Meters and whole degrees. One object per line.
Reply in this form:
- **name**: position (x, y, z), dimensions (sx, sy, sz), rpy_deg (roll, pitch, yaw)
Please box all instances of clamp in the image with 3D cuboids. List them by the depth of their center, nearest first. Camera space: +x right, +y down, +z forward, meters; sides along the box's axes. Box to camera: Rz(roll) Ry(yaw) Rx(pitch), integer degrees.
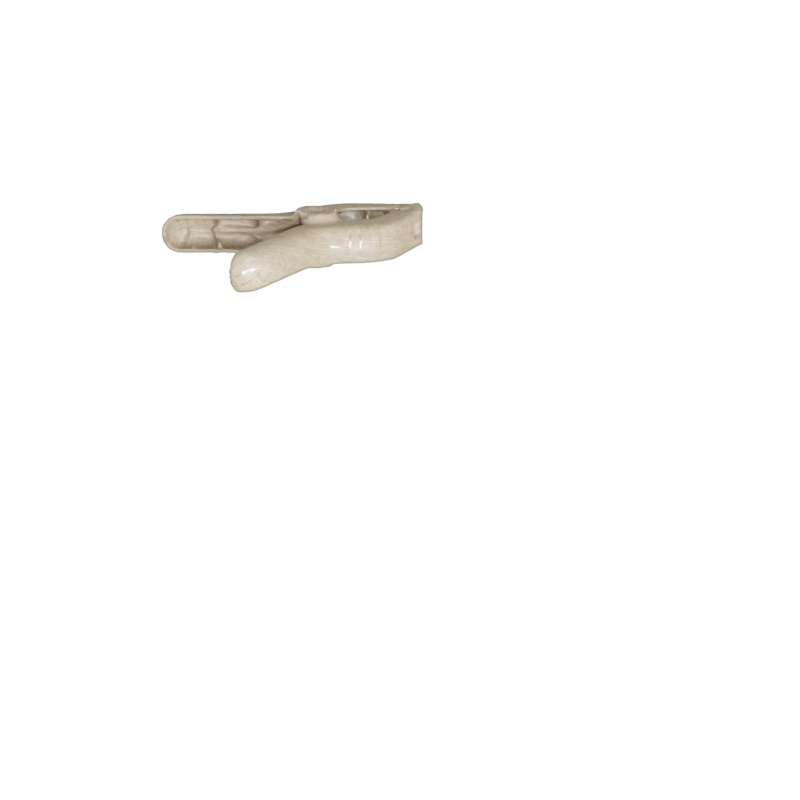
- **clamp**: position (-0.055, -0.100, 0.698), dimensions (0.168, 0.037, 0.129), rpy_deg (-10, 29, -19)
